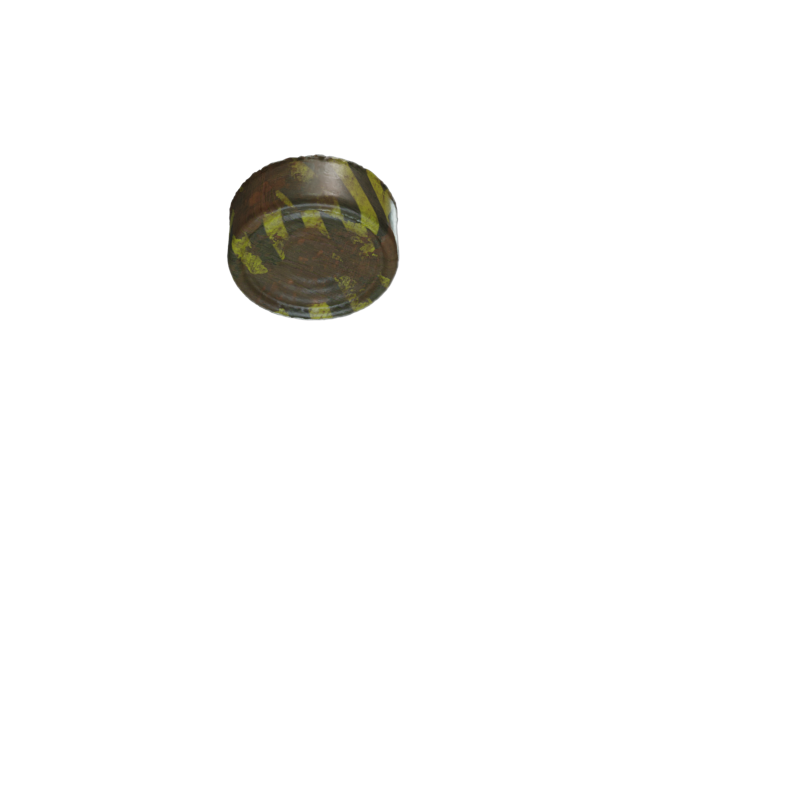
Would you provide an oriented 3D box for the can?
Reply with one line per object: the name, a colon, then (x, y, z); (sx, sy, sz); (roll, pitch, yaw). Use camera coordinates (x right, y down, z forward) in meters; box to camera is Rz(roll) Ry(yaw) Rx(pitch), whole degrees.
can: (-0.043, -0.079, 0.552); (0.086, 0.036, 0.080); (1, -41, -1)
